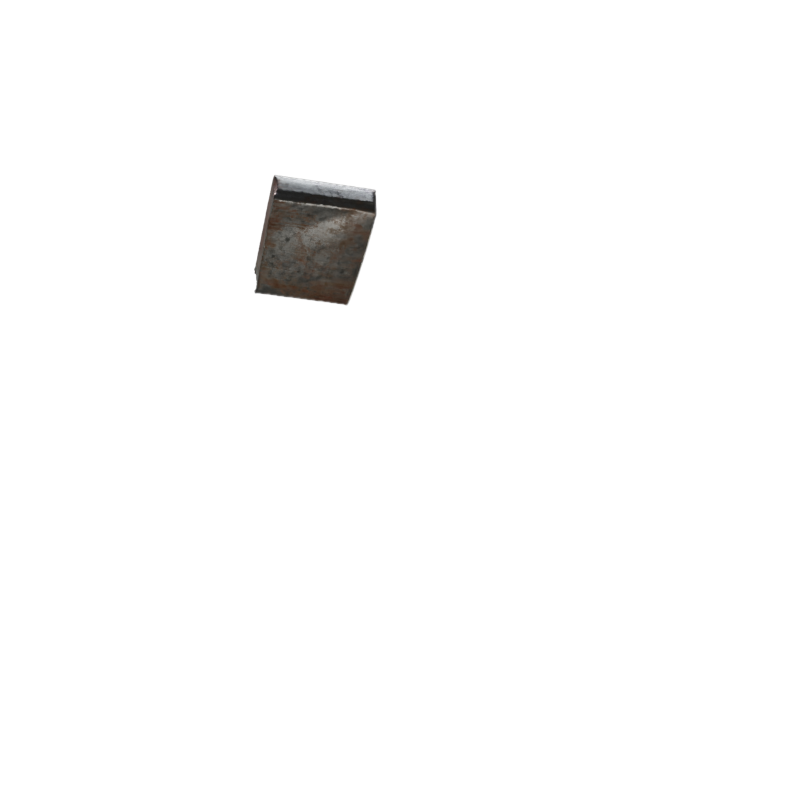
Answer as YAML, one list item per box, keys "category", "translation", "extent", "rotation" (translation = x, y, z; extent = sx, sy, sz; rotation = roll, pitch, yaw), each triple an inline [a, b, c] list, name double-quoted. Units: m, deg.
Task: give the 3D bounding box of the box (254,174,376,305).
- category: "box"
  translation: [-0.075, -0.138, 0.965]
  extent: [0.089, 0.107, 0.042]
  rotation: [9, 41, -9]
